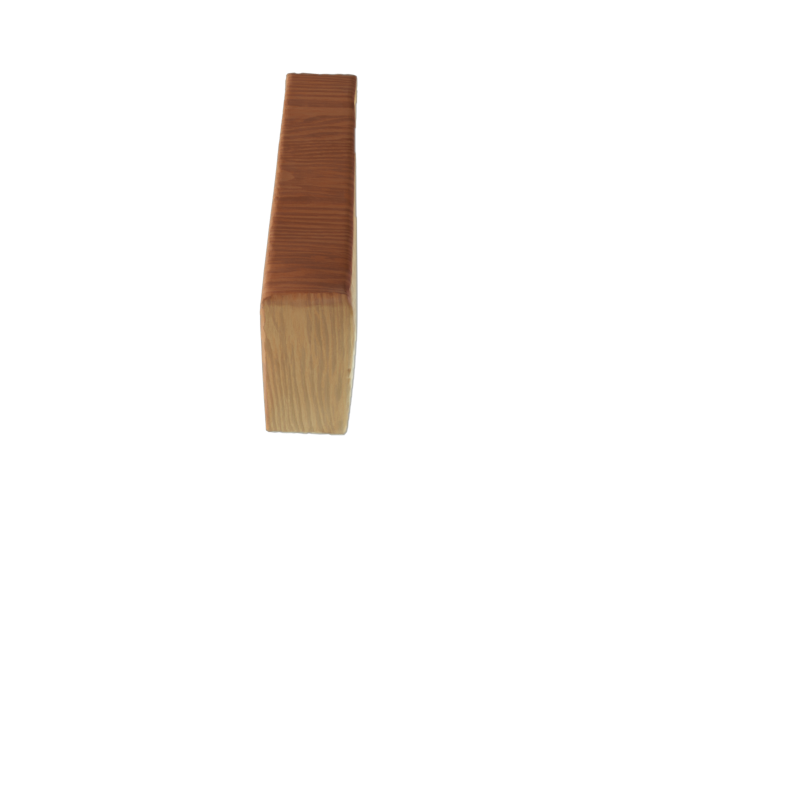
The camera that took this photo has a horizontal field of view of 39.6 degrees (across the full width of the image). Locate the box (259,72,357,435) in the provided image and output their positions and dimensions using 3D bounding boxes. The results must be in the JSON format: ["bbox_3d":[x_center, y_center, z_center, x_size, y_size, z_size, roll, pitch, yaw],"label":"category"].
[{"bbox_3d":[-0.044,-0.080,0.564,0.048,0.189,0.087,0,-45,-4],"label":"box"}]
